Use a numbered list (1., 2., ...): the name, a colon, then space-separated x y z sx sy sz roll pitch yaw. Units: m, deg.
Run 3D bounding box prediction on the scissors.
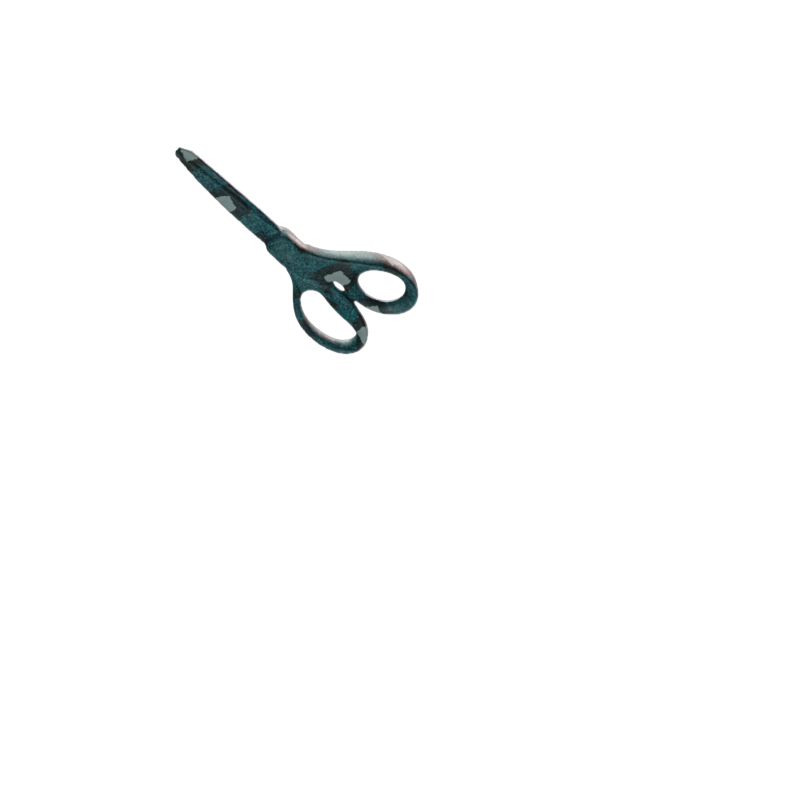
1. scissors: -0.057 -0.103 0.722 0.097 0.017 0.186 -17 -49 16
